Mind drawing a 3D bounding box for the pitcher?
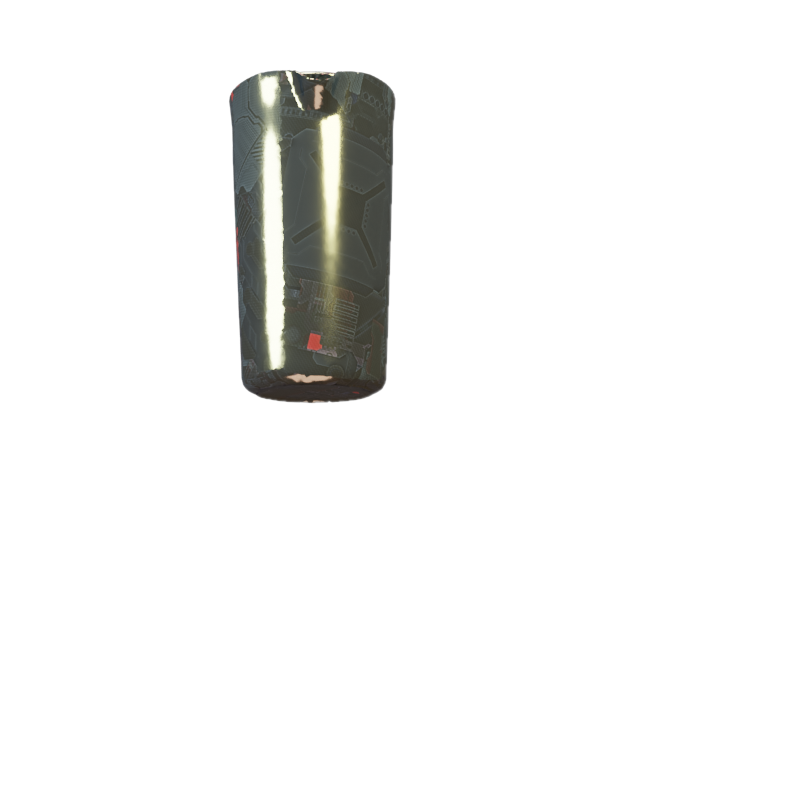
[{"bbox_3d":[-0.068,-0.124,0.866,0.148,0.252,0.141,-12,-18,37],"label":"pitcher"}]
